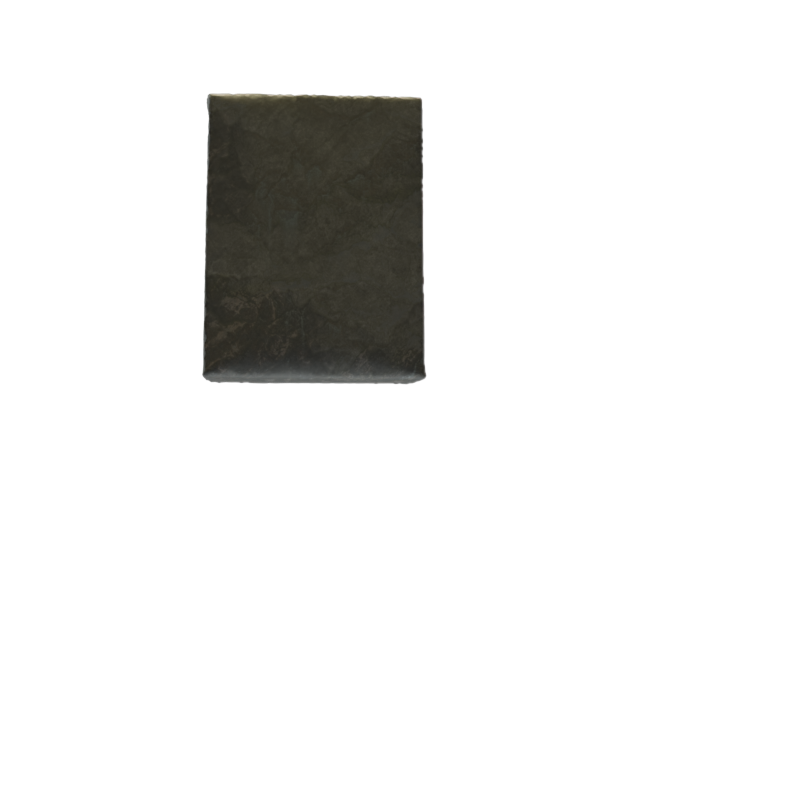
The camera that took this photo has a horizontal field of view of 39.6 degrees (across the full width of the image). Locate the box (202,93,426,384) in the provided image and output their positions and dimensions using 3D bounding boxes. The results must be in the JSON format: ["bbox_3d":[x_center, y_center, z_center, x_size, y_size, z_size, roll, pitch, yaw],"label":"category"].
[{"bbox_3d":[-0.066,-0.121,0.844,0.163,0.219,0.070,0,-10,-4],"label":"box"}]
